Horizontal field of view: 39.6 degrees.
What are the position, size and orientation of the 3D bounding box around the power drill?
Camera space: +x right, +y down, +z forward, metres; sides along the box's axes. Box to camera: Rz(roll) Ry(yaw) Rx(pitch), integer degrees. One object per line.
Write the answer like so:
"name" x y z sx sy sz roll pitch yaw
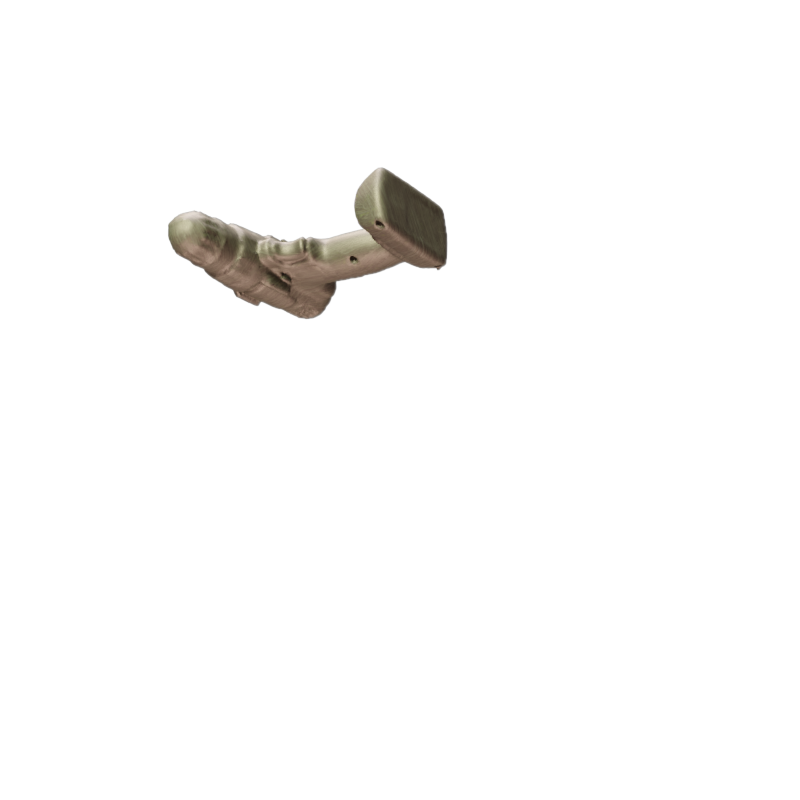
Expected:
"power drill" -0.071 -0.130 0.909 0.191 0.060 0.173 -13 -22 34
